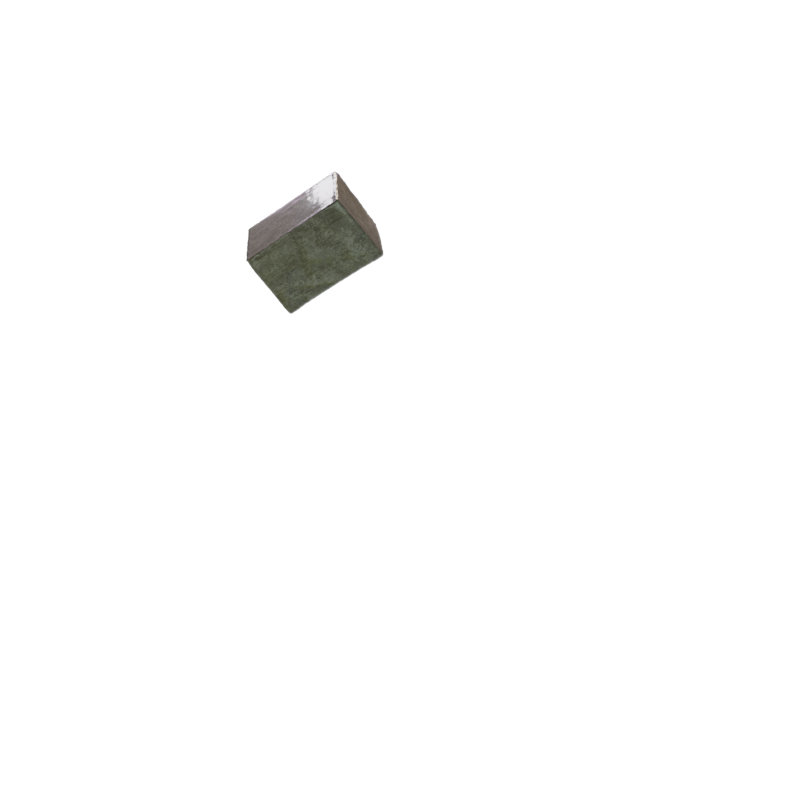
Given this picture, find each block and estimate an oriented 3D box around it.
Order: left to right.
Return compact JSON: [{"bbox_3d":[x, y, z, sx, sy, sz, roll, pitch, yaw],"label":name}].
[{"bbox_3d":[-0.059,-0.107,0.752,0.078,0.050,0.054,-31,27,15],"label":"block"}]
